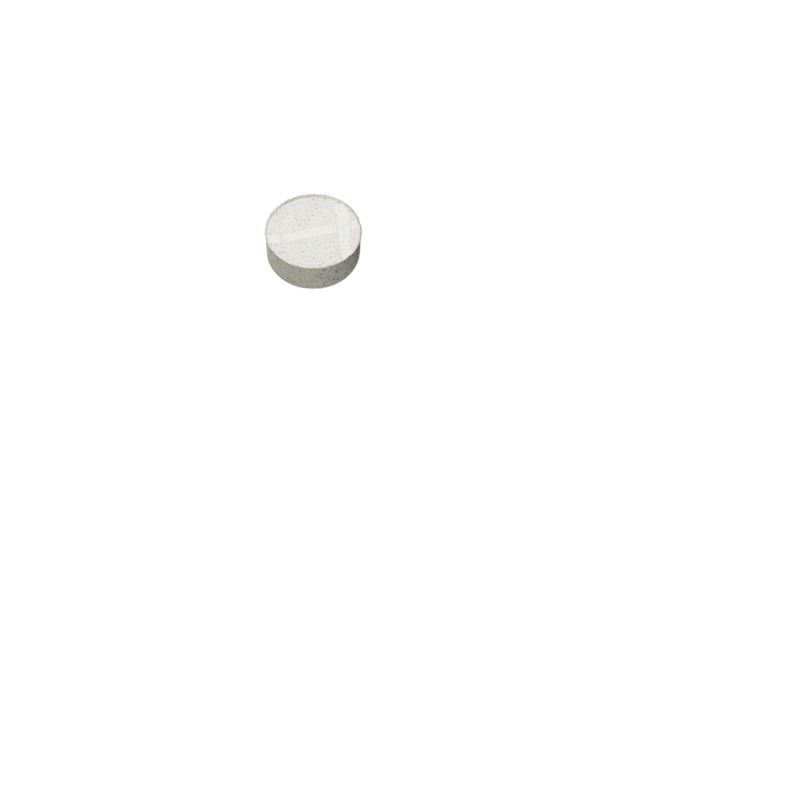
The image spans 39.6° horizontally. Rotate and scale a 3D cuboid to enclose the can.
[{"bbox_3d":[-0.078,-0.142,0.991,0.086,0.092,0.031,-1,-36,-1],"label":"can"}]
